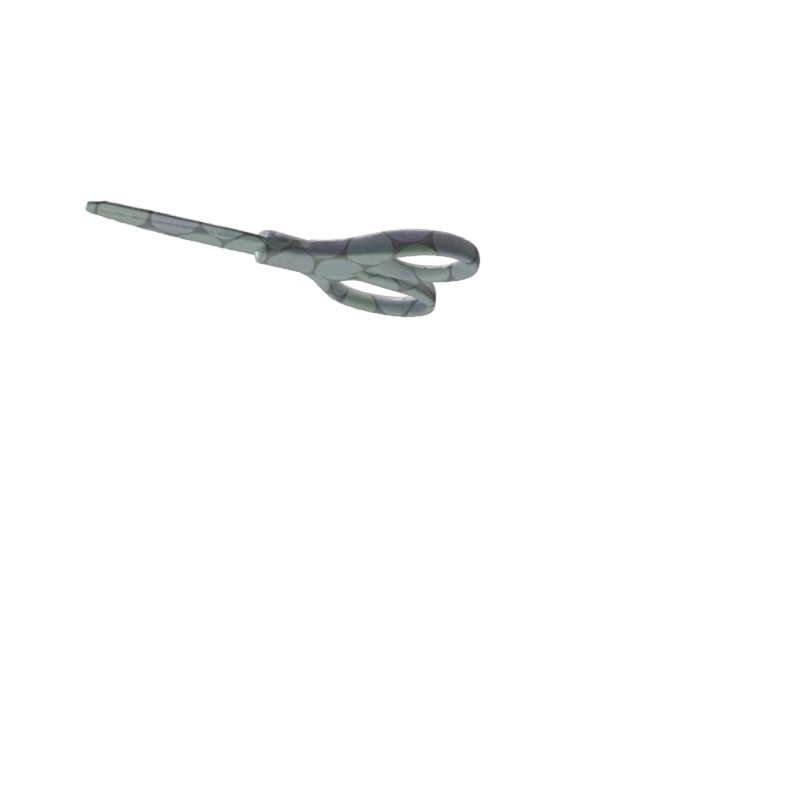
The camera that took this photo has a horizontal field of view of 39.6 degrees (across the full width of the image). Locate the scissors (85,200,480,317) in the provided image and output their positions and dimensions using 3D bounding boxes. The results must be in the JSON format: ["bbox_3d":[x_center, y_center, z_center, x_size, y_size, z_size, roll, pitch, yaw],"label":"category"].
[{"bbox_3d":[-0.042,-0.077,0.541,0.097,0.017,0.190,-17,-25,42],"label":"scissors"}]
